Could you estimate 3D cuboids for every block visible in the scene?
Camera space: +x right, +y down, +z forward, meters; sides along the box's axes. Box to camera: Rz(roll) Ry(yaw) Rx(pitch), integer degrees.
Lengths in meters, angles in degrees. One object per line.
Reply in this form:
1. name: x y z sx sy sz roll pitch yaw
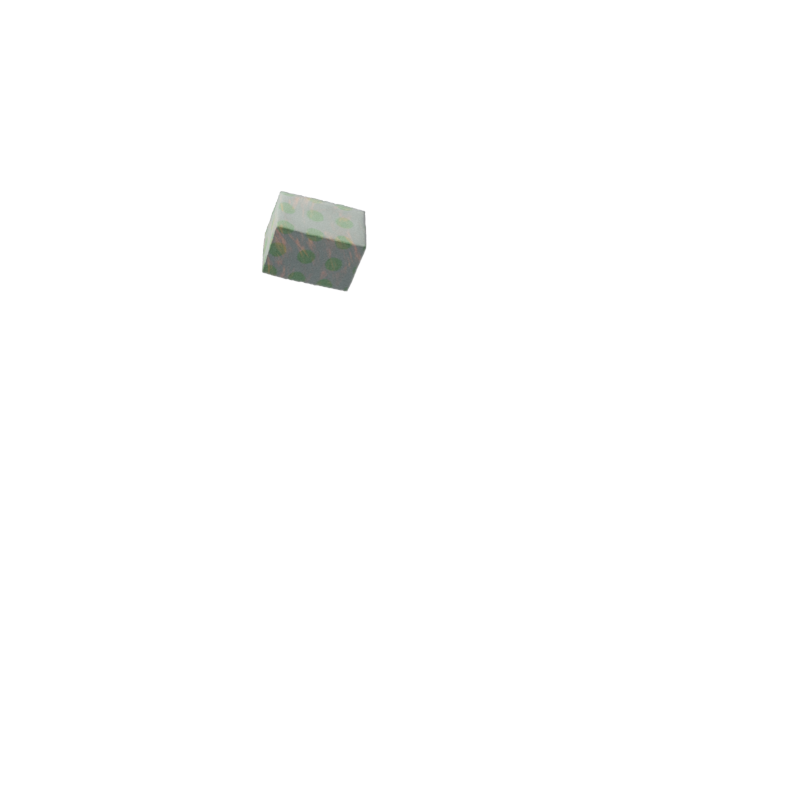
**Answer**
1. block: -0.073 -0.133 0.930 0.076 0.050 0.055 12 41 -13
